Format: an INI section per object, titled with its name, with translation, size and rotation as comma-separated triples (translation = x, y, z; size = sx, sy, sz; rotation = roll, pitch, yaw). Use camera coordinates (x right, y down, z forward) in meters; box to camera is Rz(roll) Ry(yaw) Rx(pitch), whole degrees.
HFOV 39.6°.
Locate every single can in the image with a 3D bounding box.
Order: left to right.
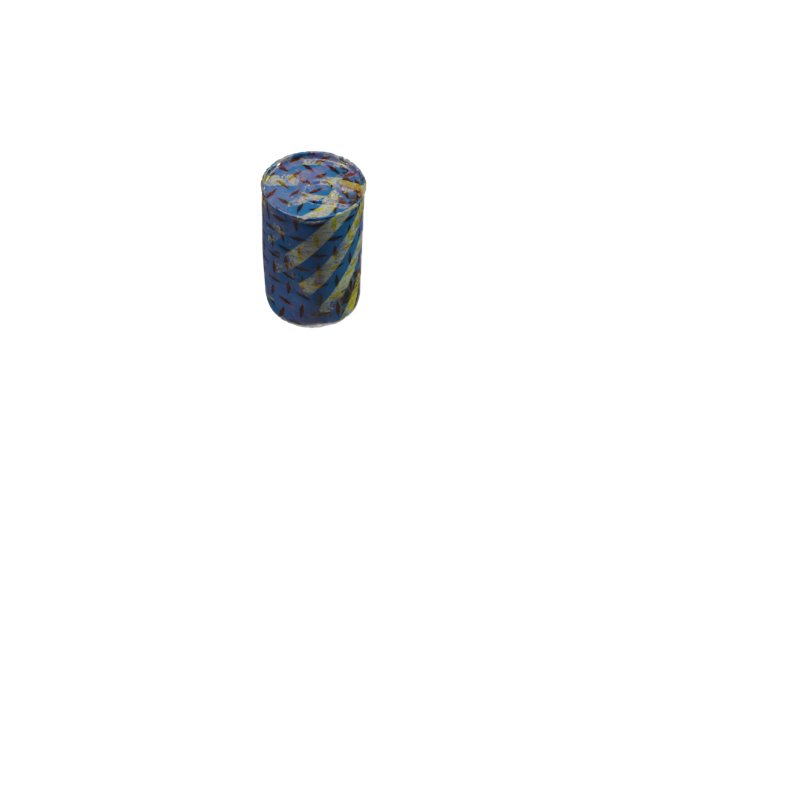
[can]
translation = -0.058, -0.106, 0.745
size = 0.068, 0.074, 0.095
rotation = 0, -44, -3
